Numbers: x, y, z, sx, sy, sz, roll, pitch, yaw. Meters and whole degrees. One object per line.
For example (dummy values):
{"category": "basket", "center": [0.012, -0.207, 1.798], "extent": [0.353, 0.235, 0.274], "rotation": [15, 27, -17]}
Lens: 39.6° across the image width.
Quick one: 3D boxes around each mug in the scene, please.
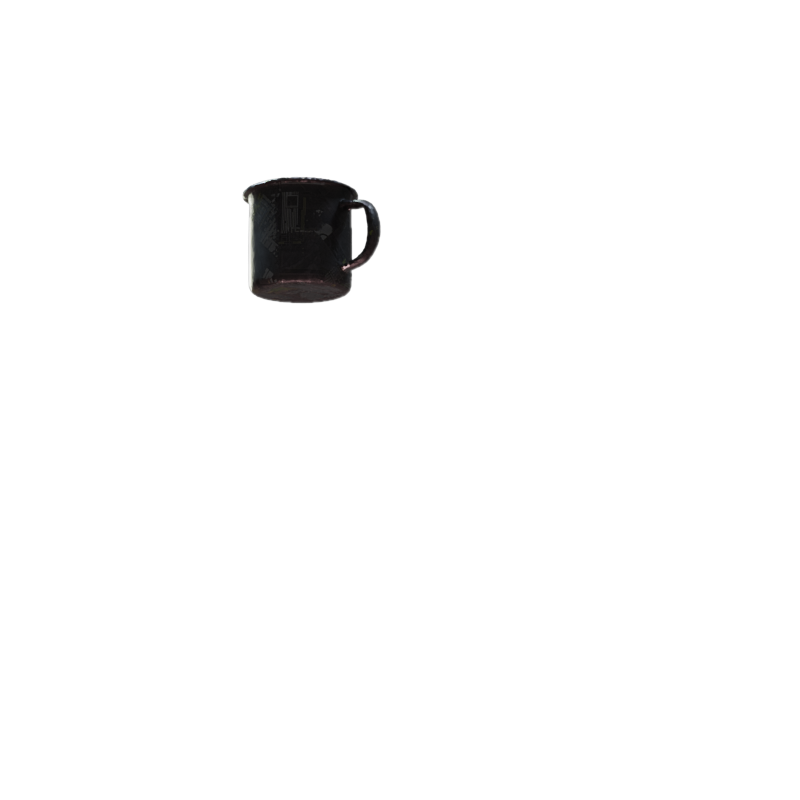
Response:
{"category": "mug", "center": [-0.068, -0.125, 0.873], "extent": [0.120, 0.084, 0.088], "rotation": [-6, -12, 26]}
